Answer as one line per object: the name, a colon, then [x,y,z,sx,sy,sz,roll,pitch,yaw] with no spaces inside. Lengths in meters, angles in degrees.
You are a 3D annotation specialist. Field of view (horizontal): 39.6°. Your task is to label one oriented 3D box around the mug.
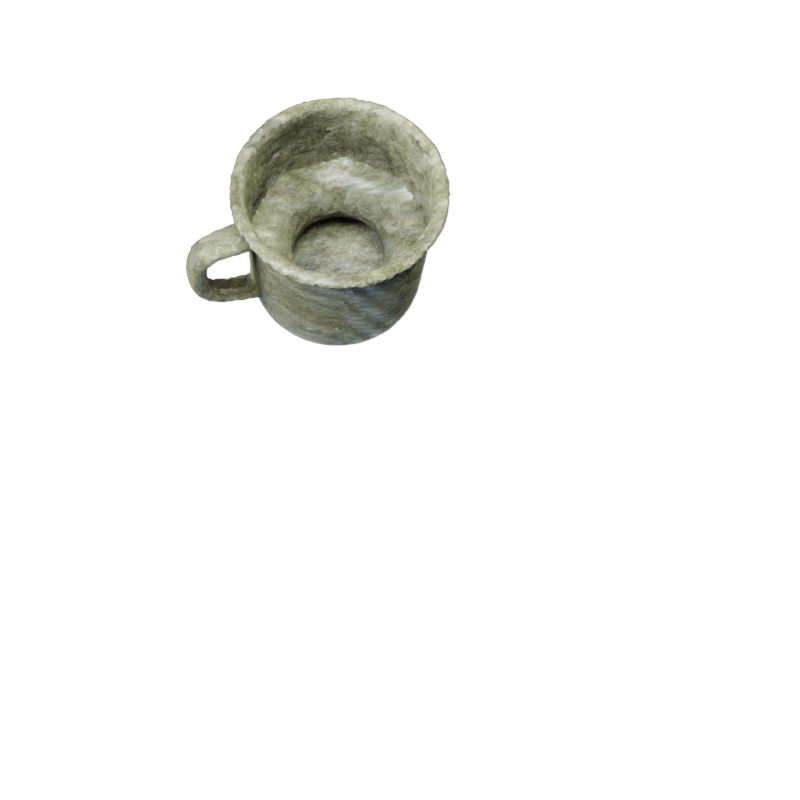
mug: [-0.039,-0.071,0.499,0.116,0.099,0.077,-22,-22,-11]
